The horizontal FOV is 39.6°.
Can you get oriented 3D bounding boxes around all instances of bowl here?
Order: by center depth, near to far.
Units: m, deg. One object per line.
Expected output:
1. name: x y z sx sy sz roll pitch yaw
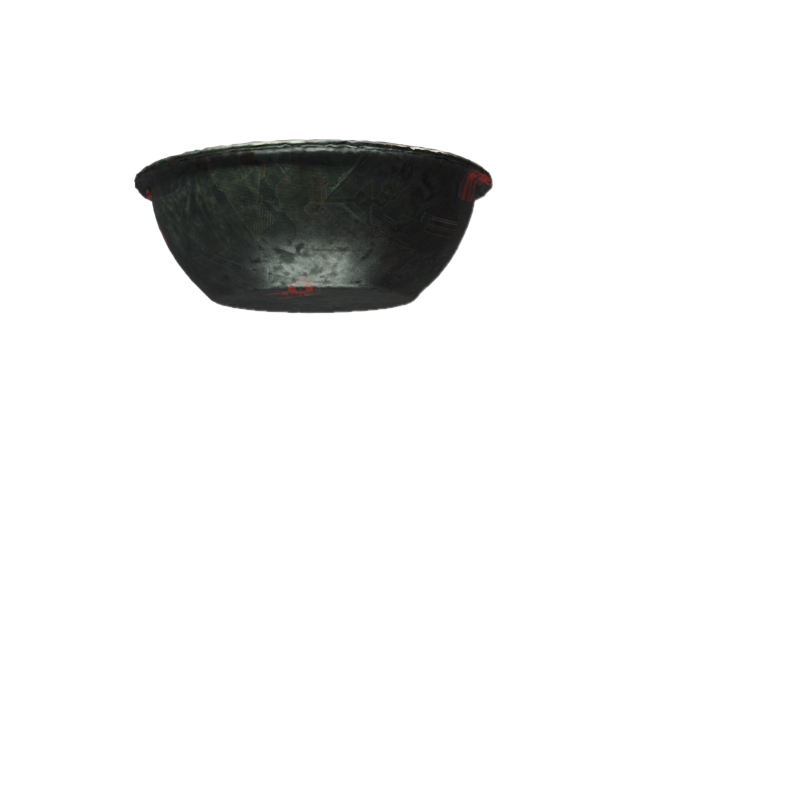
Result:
1. bowl: -0.039 -0.071 0.500 0.162 0.056 0.160 0 -3 -2
